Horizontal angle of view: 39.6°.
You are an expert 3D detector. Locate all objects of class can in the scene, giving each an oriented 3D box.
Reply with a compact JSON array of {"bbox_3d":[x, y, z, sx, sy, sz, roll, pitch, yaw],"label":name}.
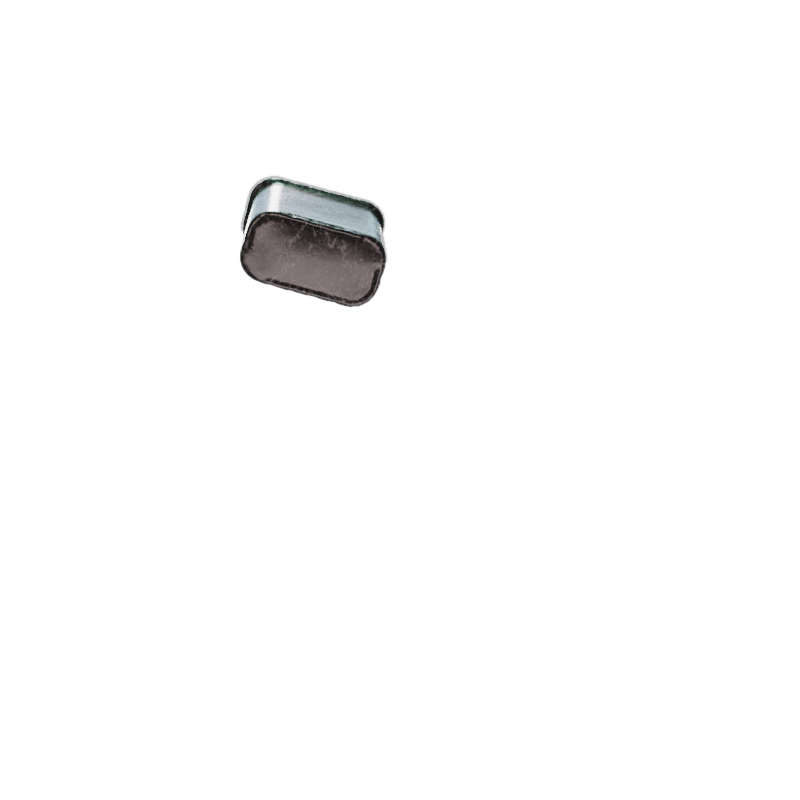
[{"bbox_3d":[-0.061,-0.111,0.777,0.101,0.056,0.088,14,21,-7],"label":"can"}]
